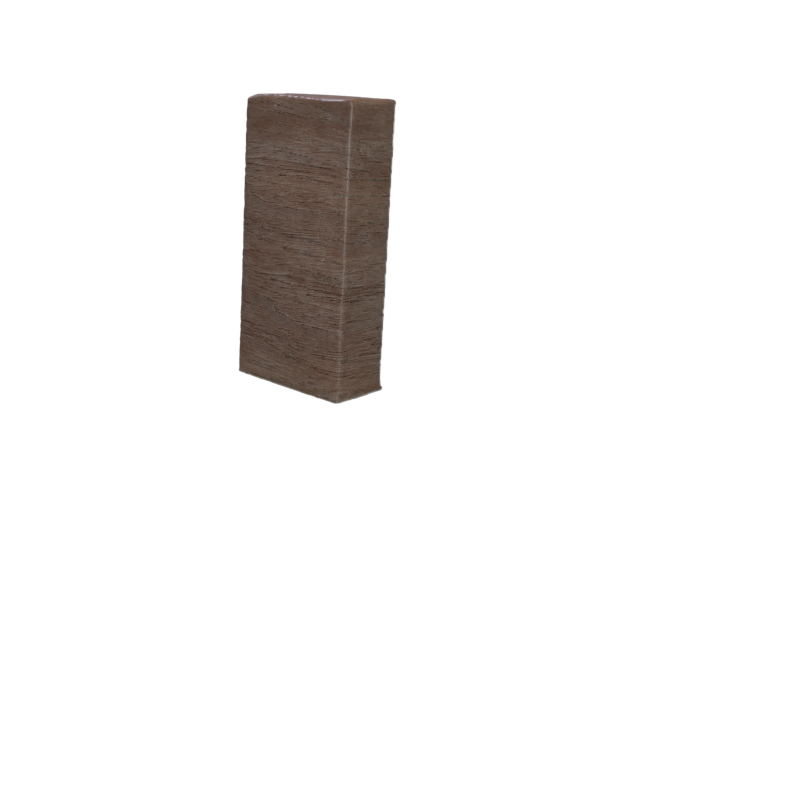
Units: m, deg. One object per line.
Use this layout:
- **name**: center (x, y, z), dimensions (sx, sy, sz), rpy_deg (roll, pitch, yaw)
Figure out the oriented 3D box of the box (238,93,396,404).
- **box**: center (-0.053, -0.096, 0.669), dimensions (0.098, 0.172, 0.047), rpy_deg (12, 15, 43)
